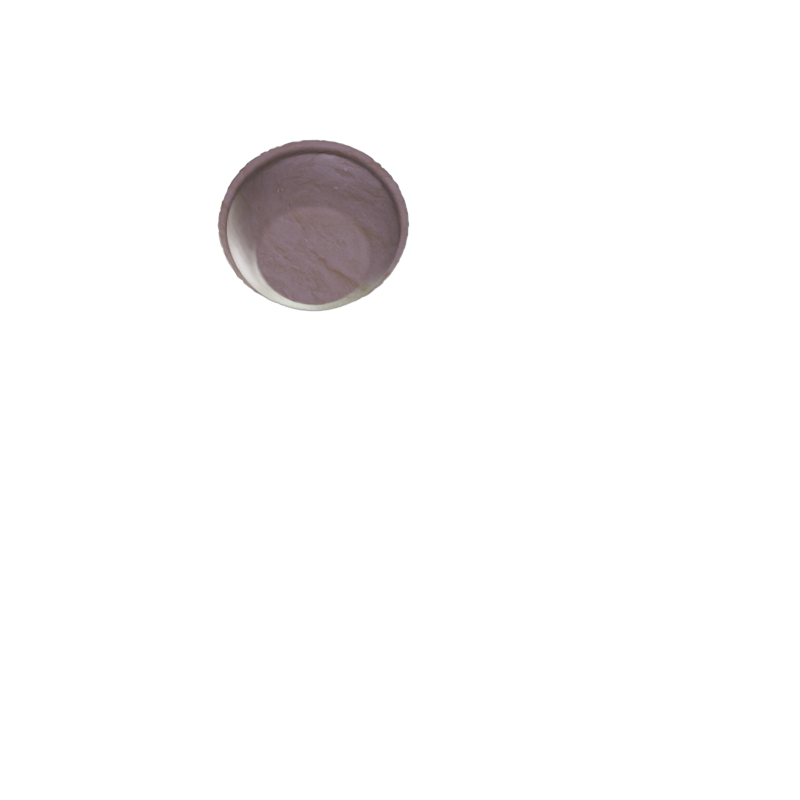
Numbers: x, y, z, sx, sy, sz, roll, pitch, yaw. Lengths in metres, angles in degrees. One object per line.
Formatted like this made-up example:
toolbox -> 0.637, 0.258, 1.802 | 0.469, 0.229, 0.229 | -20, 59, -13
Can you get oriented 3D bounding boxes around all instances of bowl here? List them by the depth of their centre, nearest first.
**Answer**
bowl -> -0.072, -0.131, 0.918 | 0.162, 0.153, 0.058 | 1, 30, -1
